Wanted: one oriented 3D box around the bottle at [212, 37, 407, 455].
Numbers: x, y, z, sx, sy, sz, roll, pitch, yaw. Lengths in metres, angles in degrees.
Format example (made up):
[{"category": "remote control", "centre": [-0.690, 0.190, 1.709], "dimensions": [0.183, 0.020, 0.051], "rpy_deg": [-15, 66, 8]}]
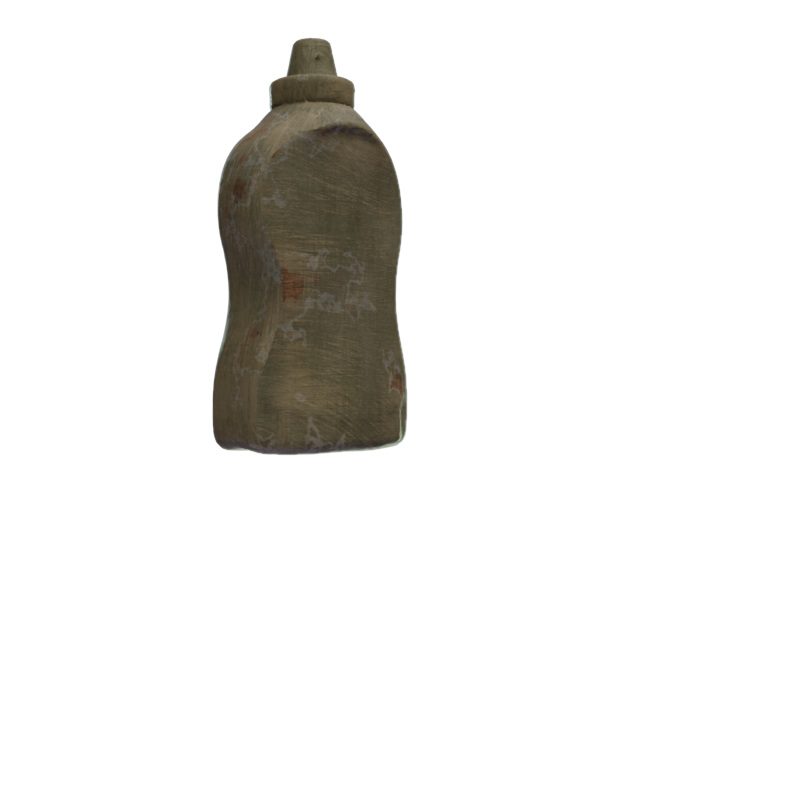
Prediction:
[{"category": "bottle", "centre": [-0.041, -0.074, 0.518], "dimensions": [0.092, 0.194, 0.060], "rpy_deg": [3, -7, -40]}]
